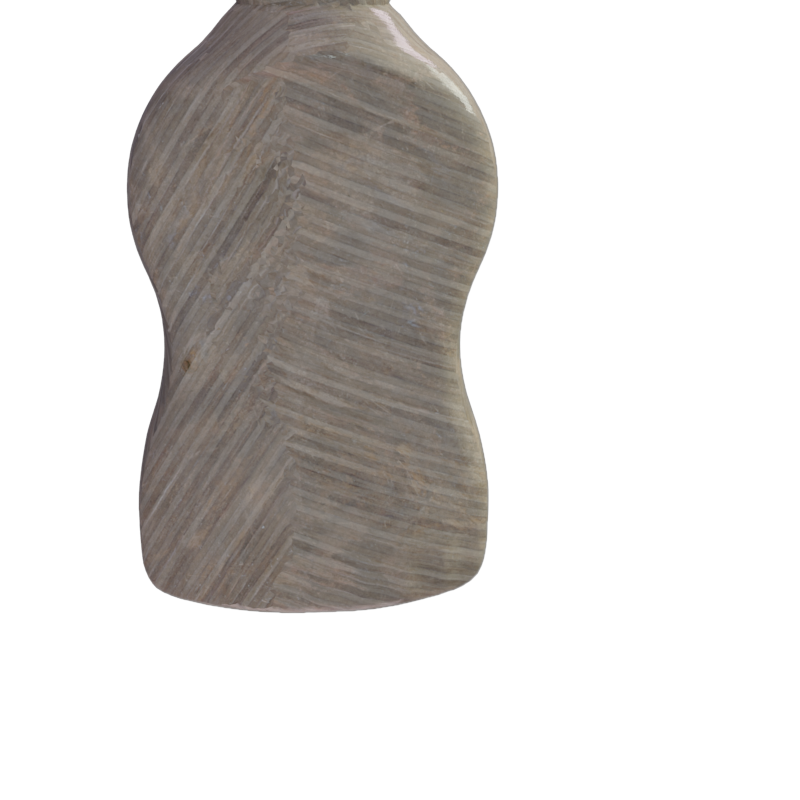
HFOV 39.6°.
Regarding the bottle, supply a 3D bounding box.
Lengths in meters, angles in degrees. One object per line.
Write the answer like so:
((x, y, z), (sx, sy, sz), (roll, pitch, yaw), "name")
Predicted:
((-0.023, -0.042, 0.295), (0.096, 0.185, 0.060), (0, 14, -2), "bottle")
